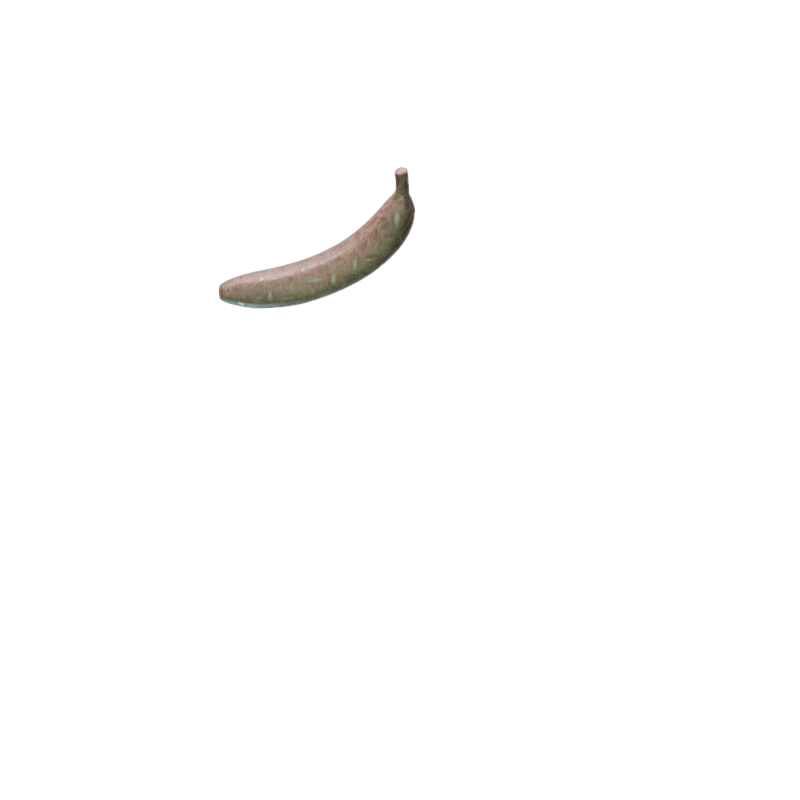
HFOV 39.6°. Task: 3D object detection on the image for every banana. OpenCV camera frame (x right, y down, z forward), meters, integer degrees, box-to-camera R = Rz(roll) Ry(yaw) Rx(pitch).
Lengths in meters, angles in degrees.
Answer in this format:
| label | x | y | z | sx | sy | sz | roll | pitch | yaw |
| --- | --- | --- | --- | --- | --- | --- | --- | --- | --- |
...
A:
| label | x | y | z | sx | sy | sz | roll | pitch | yaw |
| --- | --- | --- | --- | --- | --- | --- | --- | --- | --- |
| banana | -0.060 | -0.124 | 0.947 | 0.197 | 0.066 | 0.039 | -32 | 23 | 14 |
